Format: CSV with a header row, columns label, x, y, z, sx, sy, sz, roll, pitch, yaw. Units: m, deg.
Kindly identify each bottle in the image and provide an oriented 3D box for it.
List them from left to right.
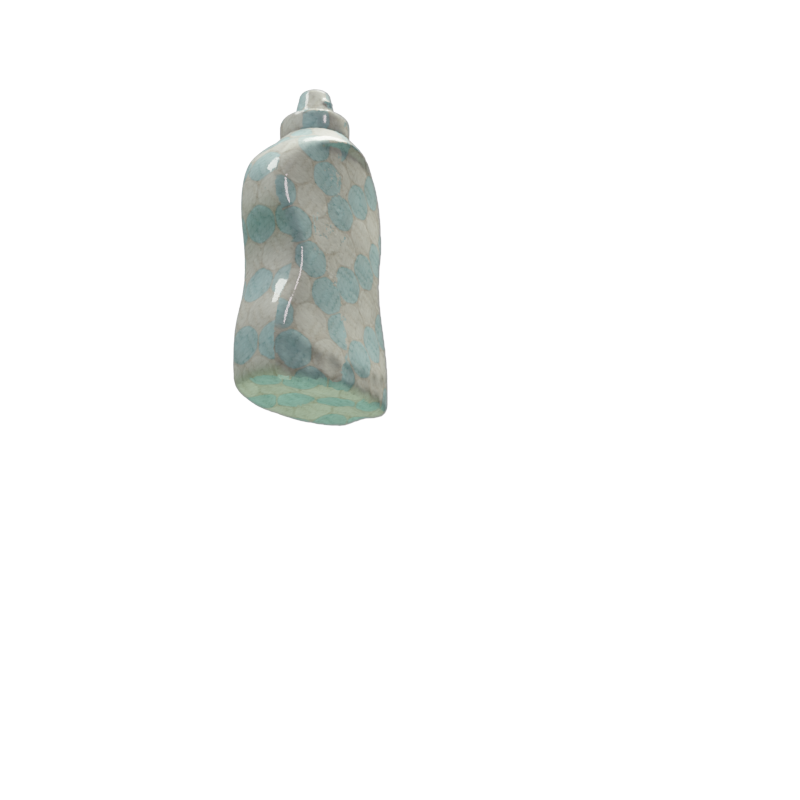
label,x,y,z,sx,sy,sz,roll,pitch,yaw
bottle,-0.048,-0.089,0.621,0.059,0.202,0.090,-20,-29,35
